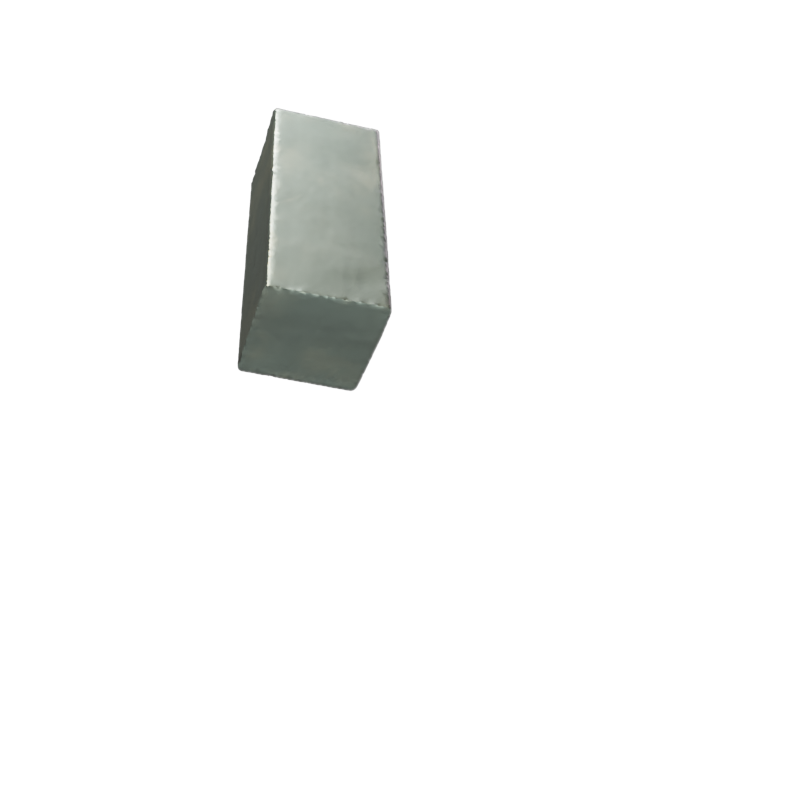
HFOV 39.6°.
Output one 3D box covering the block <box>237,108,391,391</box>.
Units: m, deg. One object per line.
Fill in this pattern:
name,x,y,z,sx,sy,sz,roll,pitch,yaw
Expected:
block,-0.066,-0.119,0.841,0.089,0.221,0.086,10,-46,-14
